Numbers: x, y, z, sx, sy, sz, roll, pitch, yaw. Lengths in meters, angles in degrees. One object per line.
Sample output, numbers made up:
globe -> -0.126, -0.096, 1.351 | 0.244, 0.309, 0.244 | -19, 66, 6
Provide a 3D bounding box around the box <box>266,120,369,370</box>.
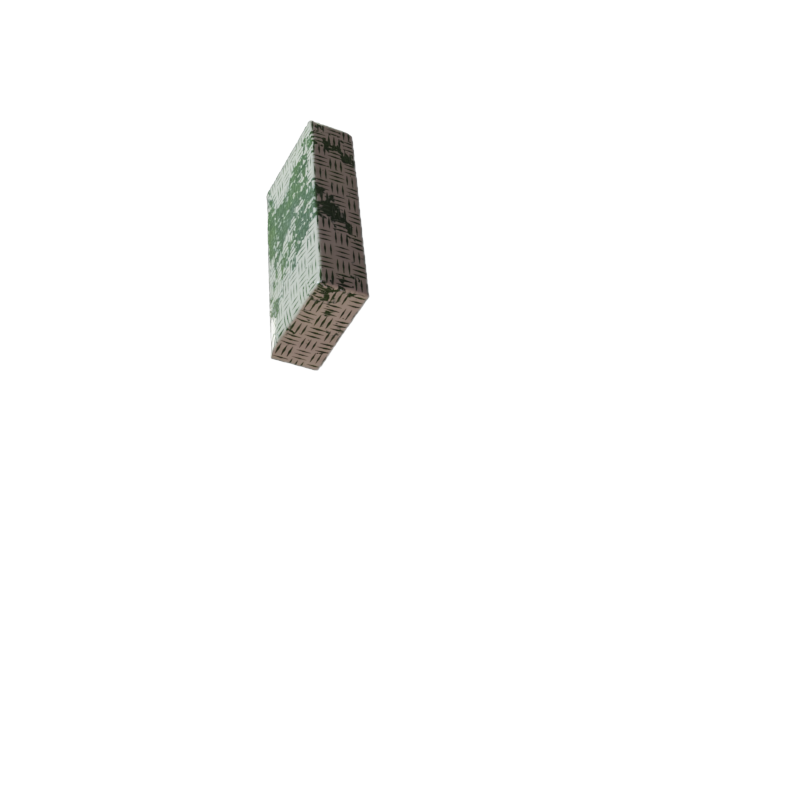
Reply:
box -> -0.066, -0.121, 0.846 | 0.046, 0.189, 0.090 | 17, -45, -22
